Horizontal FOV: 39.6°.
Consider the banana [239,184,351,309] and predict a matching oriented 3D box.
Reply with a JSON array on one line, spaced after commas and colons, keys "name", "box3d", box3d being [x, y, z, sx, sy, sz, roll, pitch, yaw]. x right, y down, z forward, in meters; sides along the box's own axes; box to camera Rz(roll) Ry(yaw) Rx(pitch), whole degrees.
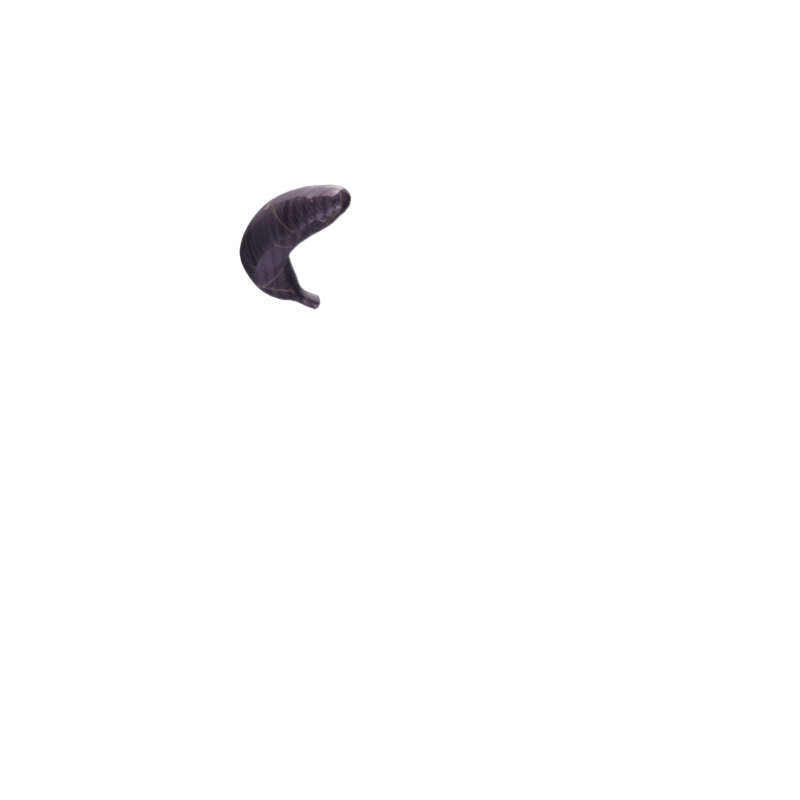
[{"name": "banana", "box3d": [-0.083, -0.116, 0.817, 0.069, 0.038, 0.191, 2, -16, -9]}]
